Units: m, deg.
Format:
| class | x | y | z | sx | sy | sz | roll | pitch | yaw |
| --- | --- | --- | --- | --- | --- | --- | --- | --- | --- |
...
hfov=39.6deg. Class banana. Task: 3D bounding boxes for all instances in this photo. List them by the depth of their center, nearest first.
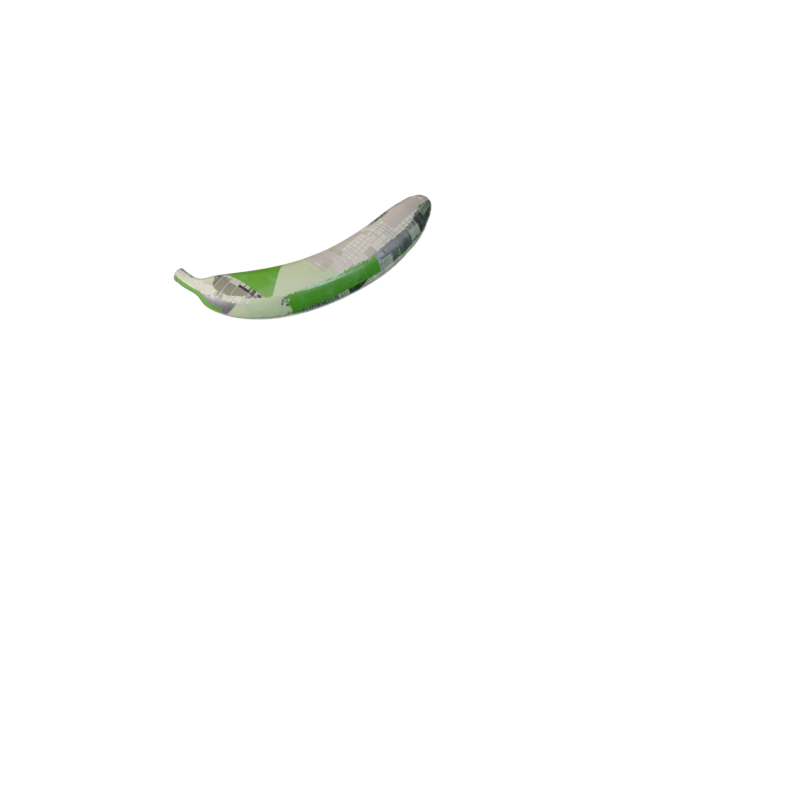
| class | x | y | z | sx | sy | sz | roll | pitch | yaw |
| --- | --- | --- | --- | --- | --- | --- | --- | --- | --- |
| banana | -0.060 | -0.098 | 0.792 | 0.196 | 0.075 | 0.034 | -18 | -29 | -11 |
